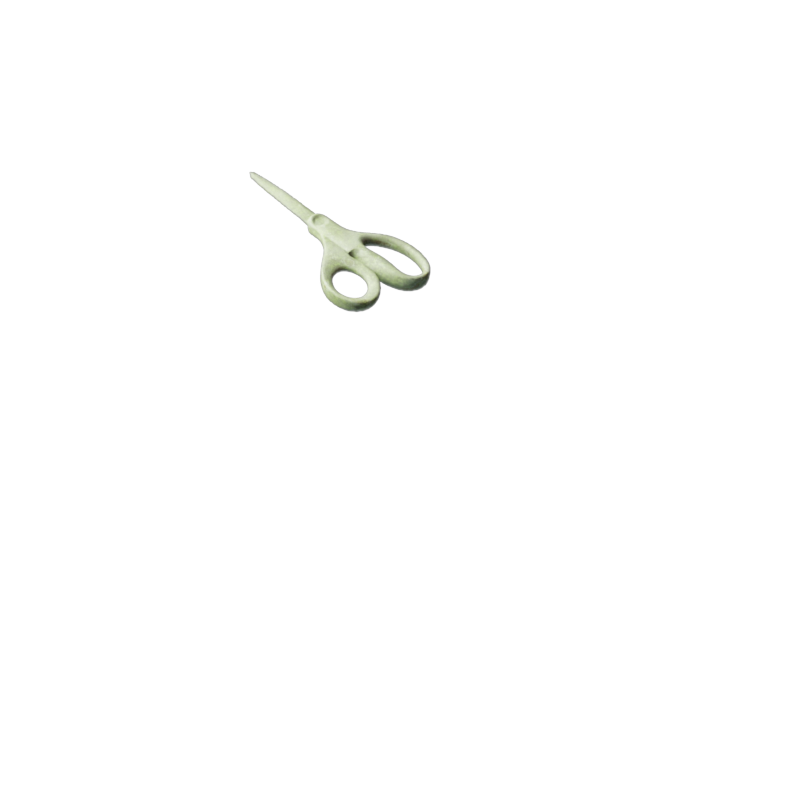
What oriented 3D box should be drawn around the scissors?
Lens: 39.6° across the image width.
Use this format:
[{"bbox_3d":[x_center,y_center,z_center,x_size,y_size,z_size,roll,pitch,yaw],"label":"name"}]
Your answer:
[{"bbox_3d":[-0.072,-0.131,0.914,0.212,0.015,0.098,26,50,24],"label":"scissors"}]
